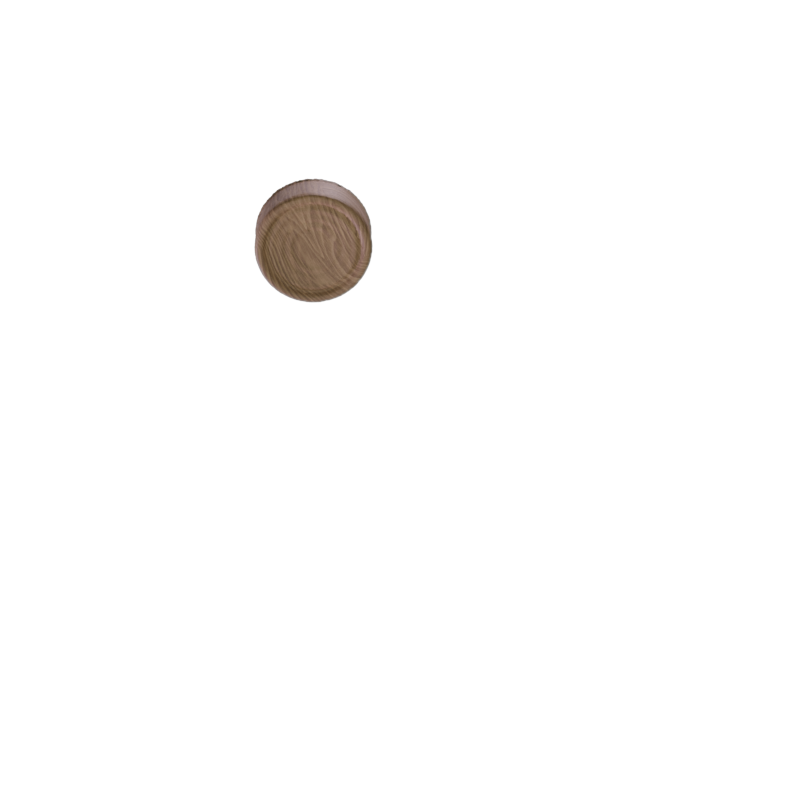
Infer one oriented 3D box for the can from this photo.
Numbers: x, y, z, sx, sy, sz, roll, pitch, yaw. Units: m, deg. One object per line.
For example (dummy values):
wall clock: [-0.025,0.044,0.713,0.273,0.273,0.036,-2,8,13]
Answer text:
can: [-0.063,-0.115,0.803,0.086,0.081,0.035,1,25,-1]
